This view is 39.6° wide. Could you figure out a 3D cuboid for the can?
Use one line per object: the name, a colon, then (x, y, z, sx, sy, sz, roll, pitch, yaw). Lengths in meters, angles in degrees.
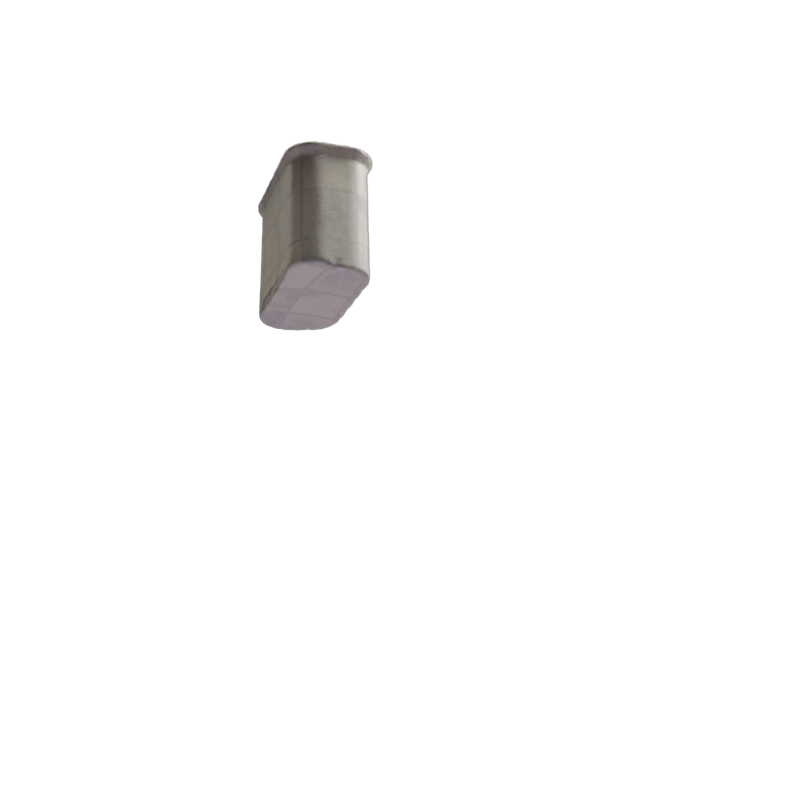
can: (-0.055, -0.100, 0.700, 0.056, 0.089, 0.099, 7, -25, -18)
